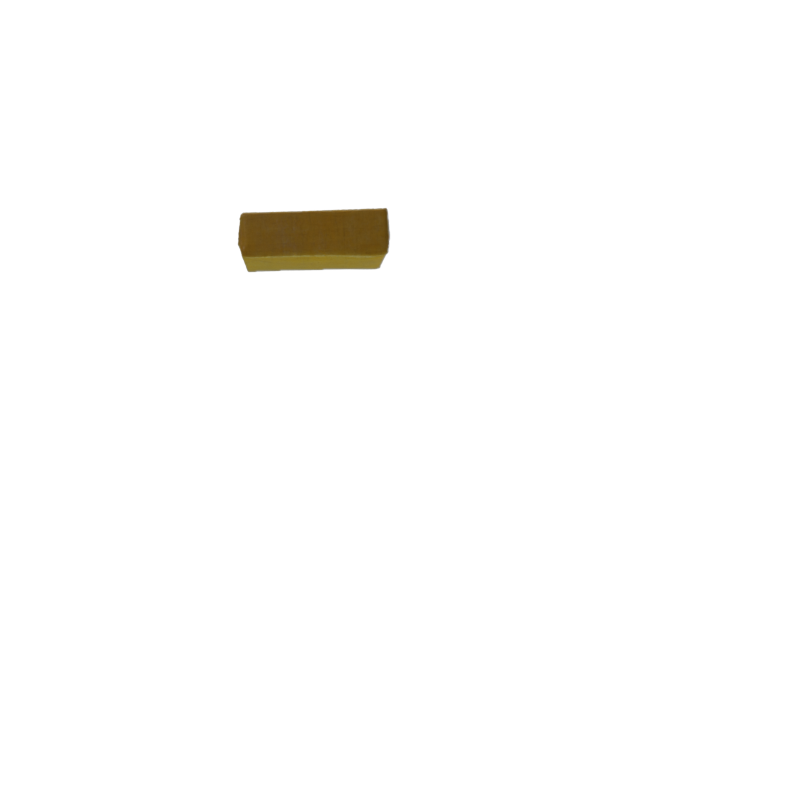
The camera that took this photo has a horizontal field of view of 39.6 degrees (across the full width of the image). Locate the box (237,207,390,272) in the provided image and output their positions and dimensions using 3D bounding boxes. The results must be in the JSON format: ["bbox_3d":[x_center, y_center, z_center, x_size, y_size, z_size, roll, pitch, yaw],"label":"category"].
[{"bbox_3d":[-0.068,-0.123,0.863,0.113,0.039,0.089,0,-1,-3],"label":"box"}]
